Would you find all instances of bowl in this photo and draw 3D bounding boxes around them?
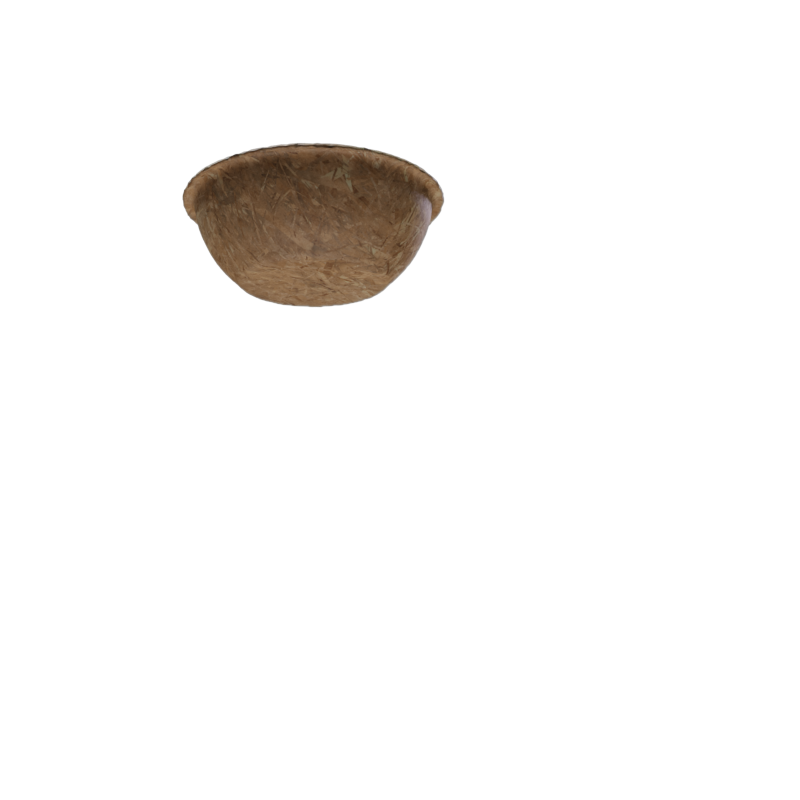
[{"bbox_3d":[-0.053,-0.097,0.679,0.162,0.057,0.155,0,-15,-2],"label":"bowl"}]
